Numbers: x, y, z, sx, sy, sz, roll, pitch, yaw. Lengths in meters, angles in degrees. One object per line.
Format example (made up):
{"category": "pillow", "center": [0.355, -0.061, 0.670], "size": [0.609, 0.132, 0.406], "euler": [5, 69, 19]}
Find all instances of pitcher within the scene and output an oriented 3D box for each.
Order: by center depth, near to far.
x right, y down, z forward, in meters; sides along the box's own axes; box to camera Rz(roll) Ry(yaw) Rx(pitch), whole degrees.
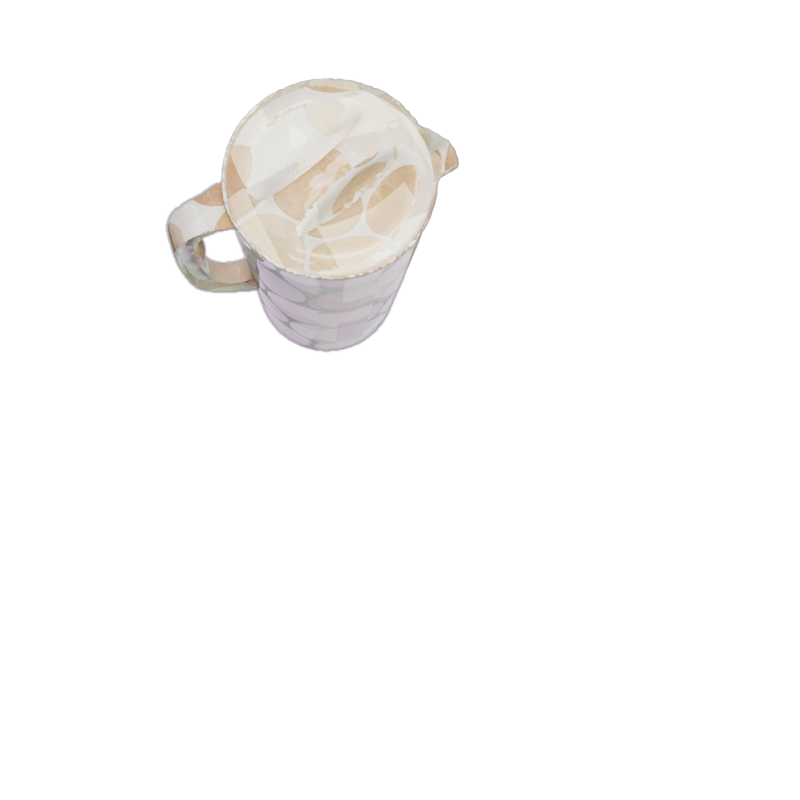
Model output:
{"category": "pitcher", "center": [-0.061, -0.112, 0.782], "size": [0.152, 0.148, 0.234], "euler": [27, -14, 4]}
